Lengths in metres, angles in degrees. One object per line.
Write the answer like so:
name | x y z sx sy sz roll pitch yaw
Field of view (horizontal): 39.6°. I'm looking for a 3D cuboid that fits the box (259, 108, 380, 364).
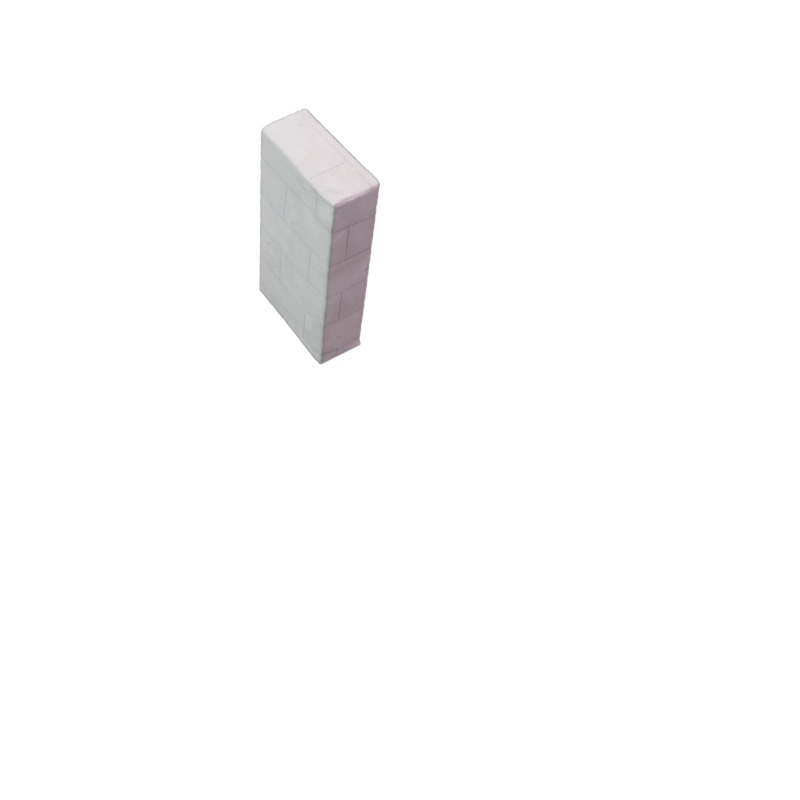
box | -0.064 -0.116 0.810 0.048 0.100 0.164 -27 -31 -22
